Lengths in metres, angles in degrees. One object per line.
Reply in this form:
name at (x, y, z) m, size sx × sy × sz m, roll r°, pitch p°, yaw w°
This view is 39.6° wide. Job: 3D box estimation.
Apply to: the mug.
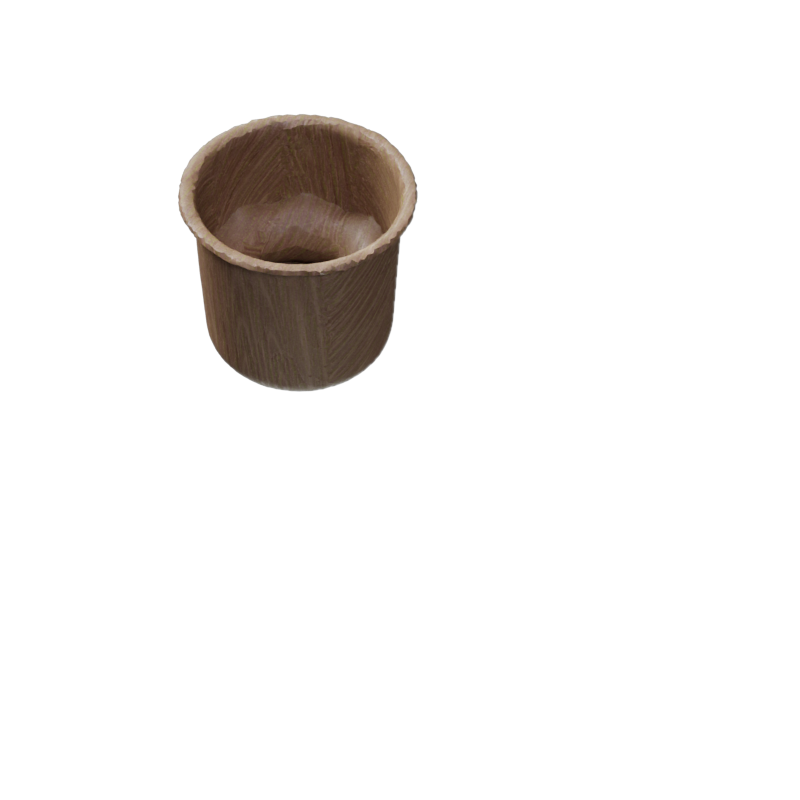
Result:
mug at (-0.036, -0.067, 0.466) m, size 0.097 × 0.121 × 0.076 m, roll 22°, pitch -38°, yaw 17°
